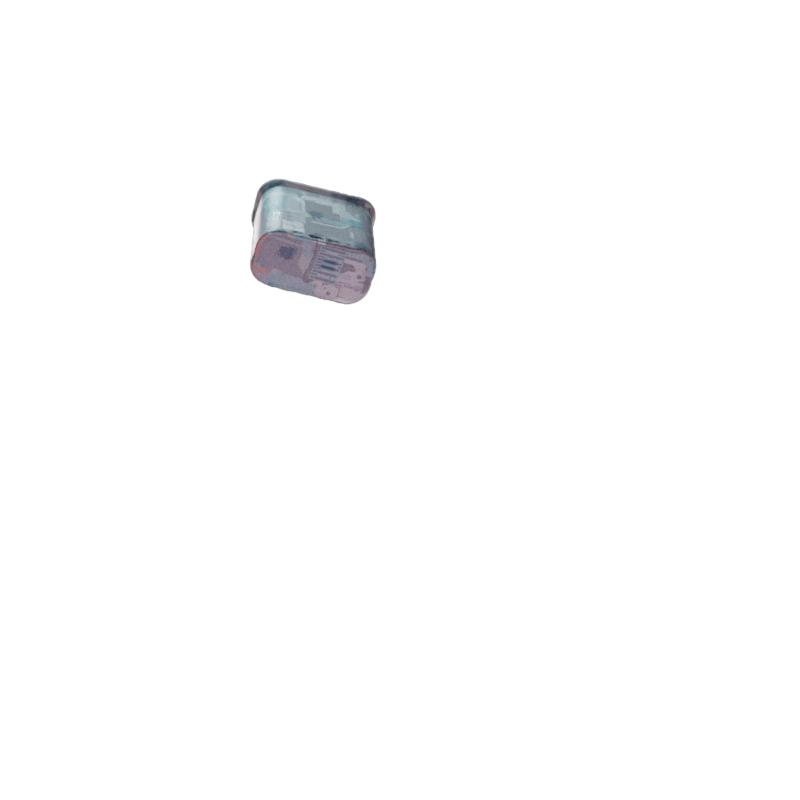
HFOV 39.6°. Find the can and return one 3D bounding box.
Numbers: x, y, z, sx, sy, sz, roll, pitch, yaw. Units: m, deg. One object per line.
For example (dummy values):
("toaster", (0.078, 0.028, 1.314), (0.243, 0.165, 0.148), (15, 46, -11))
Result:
("can", (-0.070, -0.127, 0.893), (0.100, 0.055, 0.089), (12, 33, -10))
